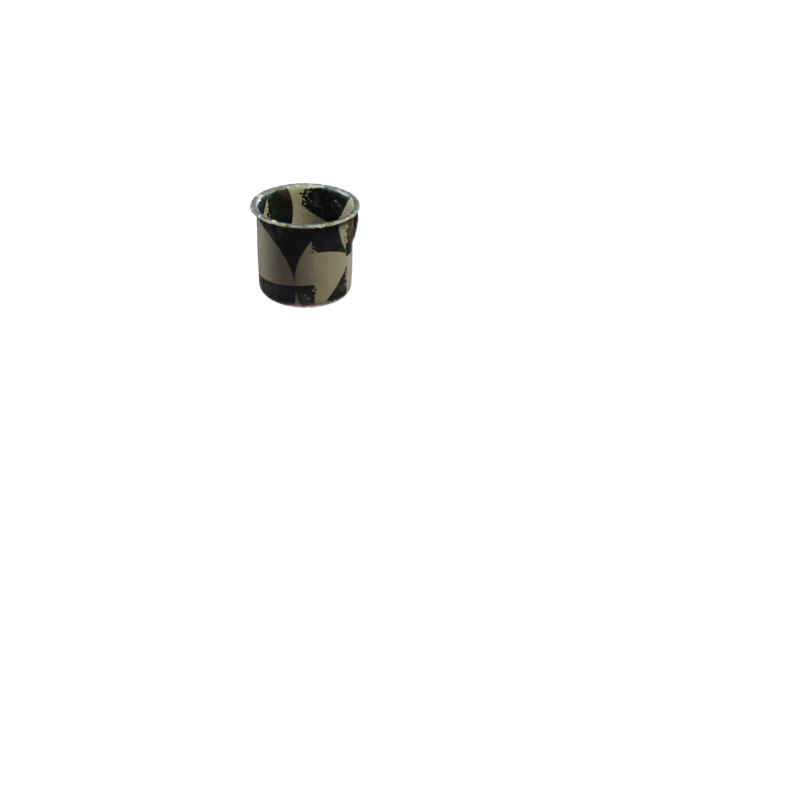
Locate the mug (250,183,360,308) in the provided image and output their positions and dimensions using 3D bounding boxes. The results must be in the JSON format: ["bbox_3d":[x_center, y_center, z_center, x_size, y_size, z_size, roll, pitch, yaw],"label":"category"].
[{"bbox_3d":[-0.076,-0.138,0.965,0.098,0.077,0.118,19,35,28],"label":"mug"}]
